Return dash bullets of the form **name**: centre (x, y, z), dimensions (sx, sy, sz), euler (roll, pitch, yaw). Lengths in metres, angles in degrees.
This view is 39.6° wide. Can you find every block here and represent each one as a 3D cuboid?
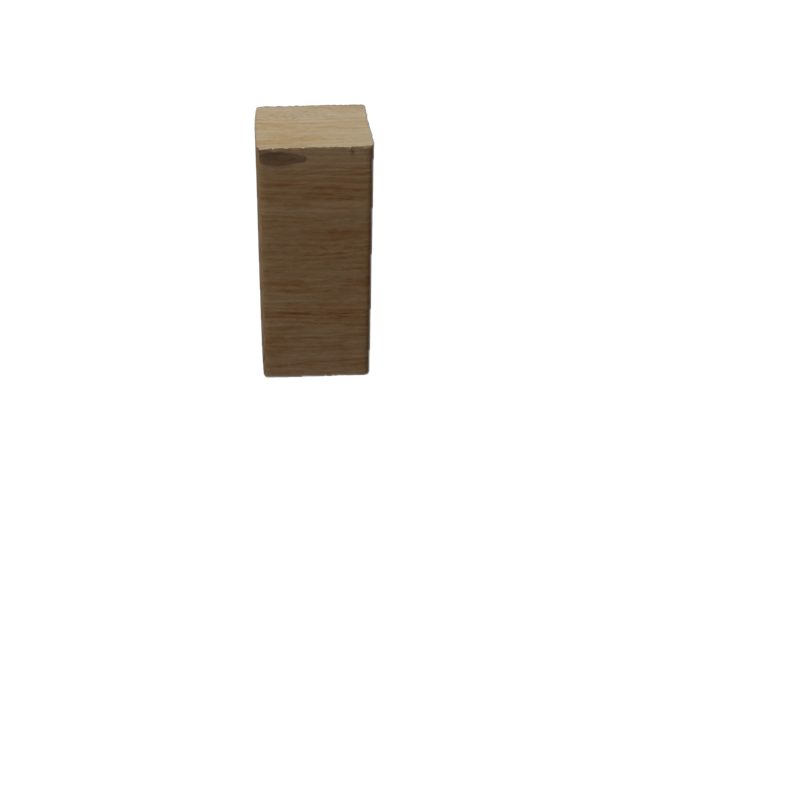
- **block**: centre (-0.071, -0.129, 0.906), dimensions (0.090, 0.194, 0.096), euler (-1, 31, -5)
